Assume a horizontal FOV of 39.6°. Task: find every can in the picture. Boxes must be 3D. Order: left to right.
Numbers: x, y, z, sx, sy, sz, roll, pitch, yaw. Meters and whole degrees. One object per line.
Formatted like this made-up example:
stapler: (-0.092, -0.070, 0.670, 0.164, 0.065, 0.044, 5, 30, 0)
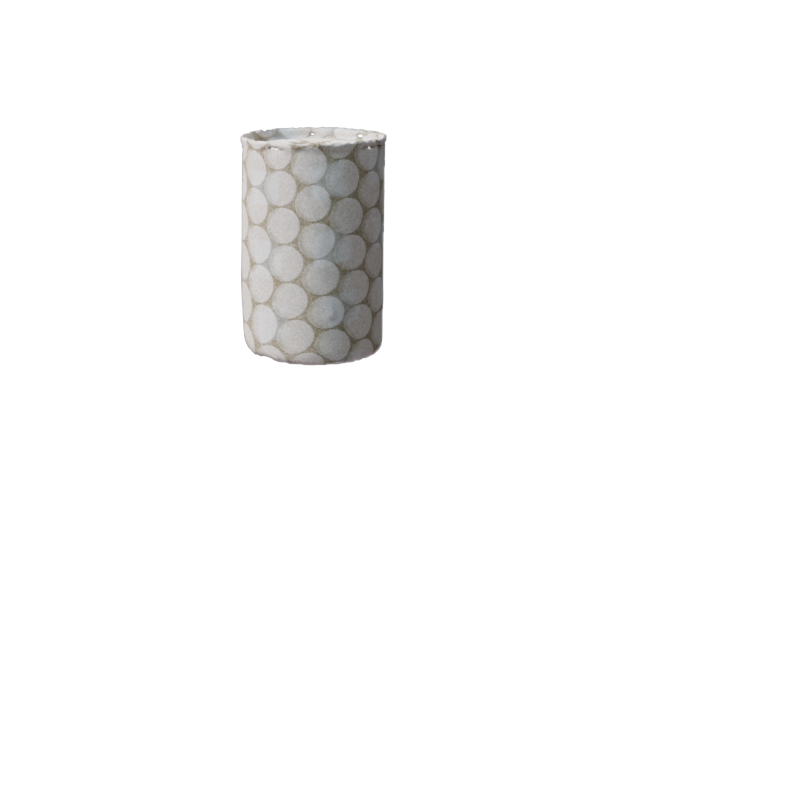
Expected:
can: (-0.041, -0.075, 0.524, 0.068, 0.099, 0.071, 0, 14, -2)
